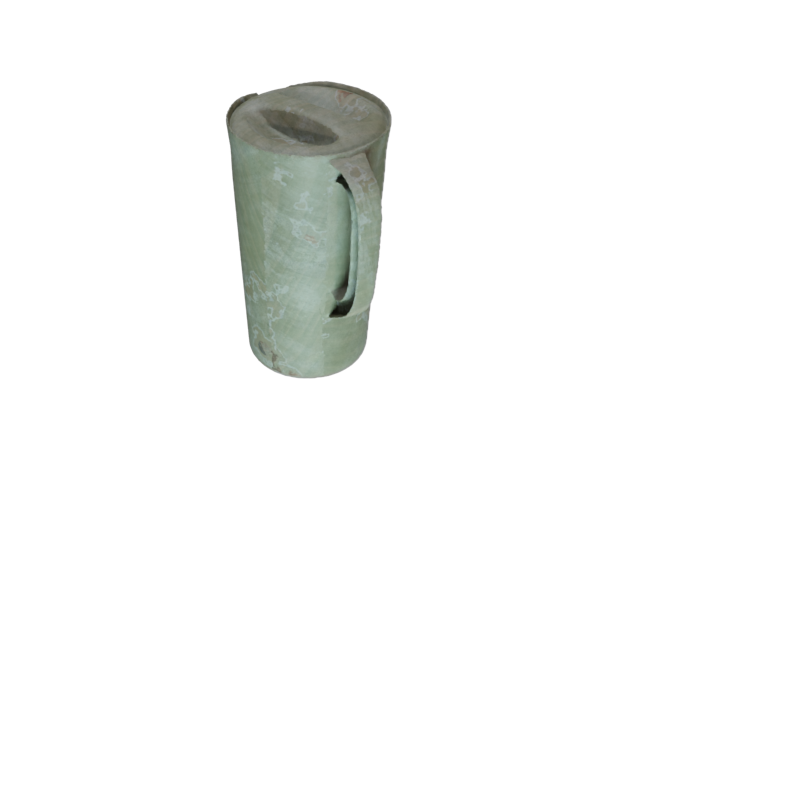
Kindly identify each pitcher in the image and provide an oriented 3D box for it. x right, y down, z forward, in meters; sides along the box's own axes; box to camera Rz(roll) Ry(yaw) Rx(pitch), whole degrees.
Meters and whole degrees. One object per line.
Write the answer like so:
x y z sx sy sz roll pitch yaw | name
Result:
-0.074 -0.134 0.942 0.148 0.227 0.156 11 37 11 | pitcher
